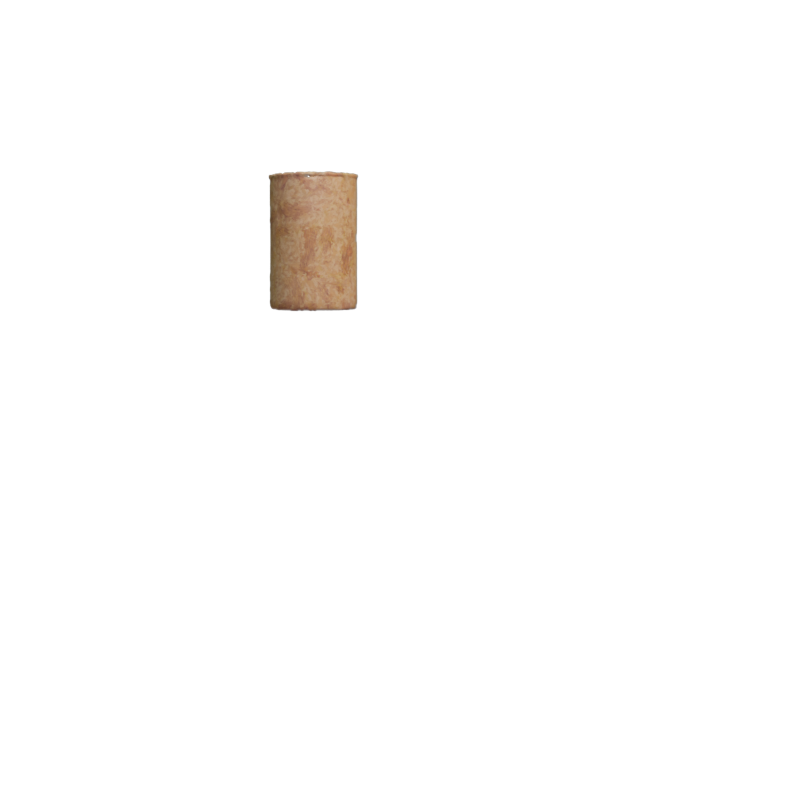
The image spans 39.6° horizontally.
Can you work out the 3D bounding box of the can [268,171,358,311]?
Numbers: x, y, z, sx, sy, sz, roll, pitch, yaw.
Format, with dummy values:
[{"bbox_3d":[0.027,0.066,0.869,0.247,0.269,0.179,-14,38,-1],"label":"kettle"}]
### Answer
[{"bbox_3d":[-0.066,-0.120,0.840,0.068,0.102,0.069,0,2,-2],"label":"can"}]
